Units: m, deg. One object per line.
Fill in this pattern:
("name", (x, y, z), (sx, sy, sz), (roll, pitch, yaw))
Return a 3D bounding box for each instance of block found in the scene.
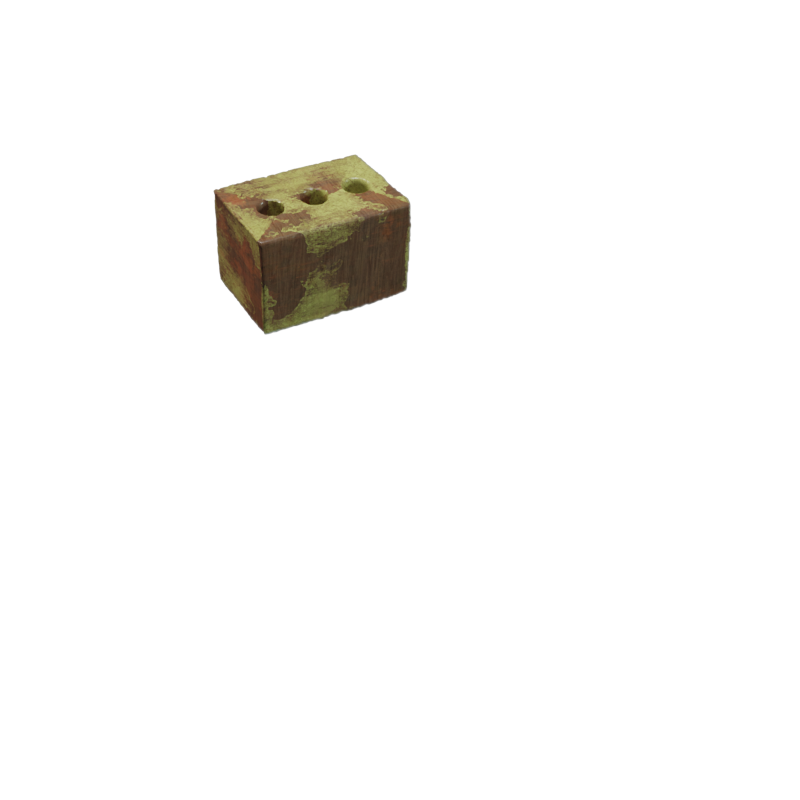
("block", (-0.040, -0.074, 0.517), (0.077, 0.048, 0.057), (-19, 41, -24))
